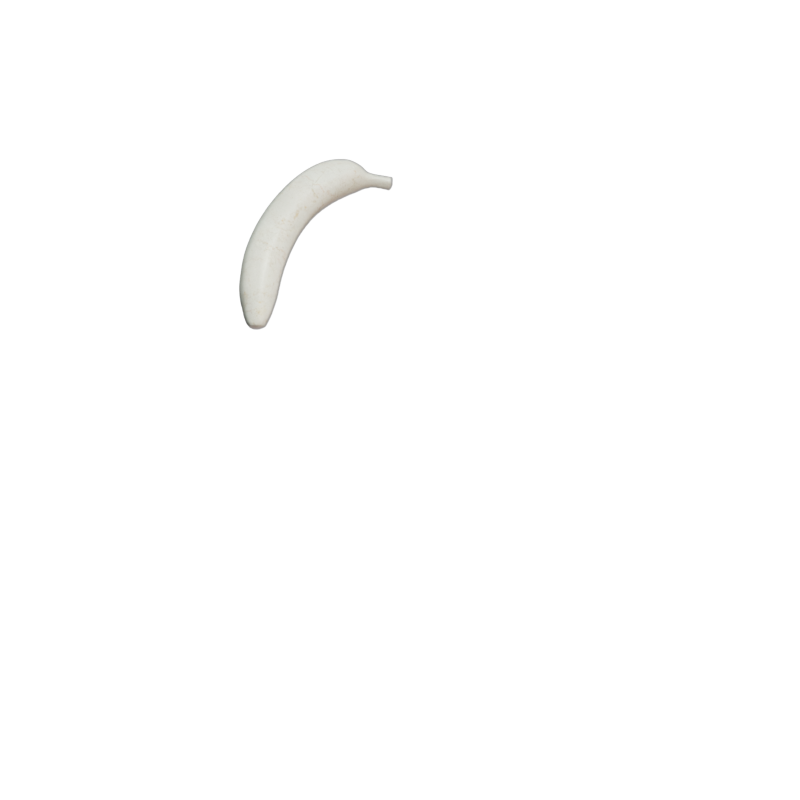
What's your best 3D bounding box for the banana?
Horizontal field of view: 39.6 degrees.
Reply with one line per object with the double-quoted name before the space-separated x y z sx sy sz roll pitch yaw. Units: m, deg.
"banana" -0.087 -0.148 0.954 0.072 0.202 0.034 31 -26 16
